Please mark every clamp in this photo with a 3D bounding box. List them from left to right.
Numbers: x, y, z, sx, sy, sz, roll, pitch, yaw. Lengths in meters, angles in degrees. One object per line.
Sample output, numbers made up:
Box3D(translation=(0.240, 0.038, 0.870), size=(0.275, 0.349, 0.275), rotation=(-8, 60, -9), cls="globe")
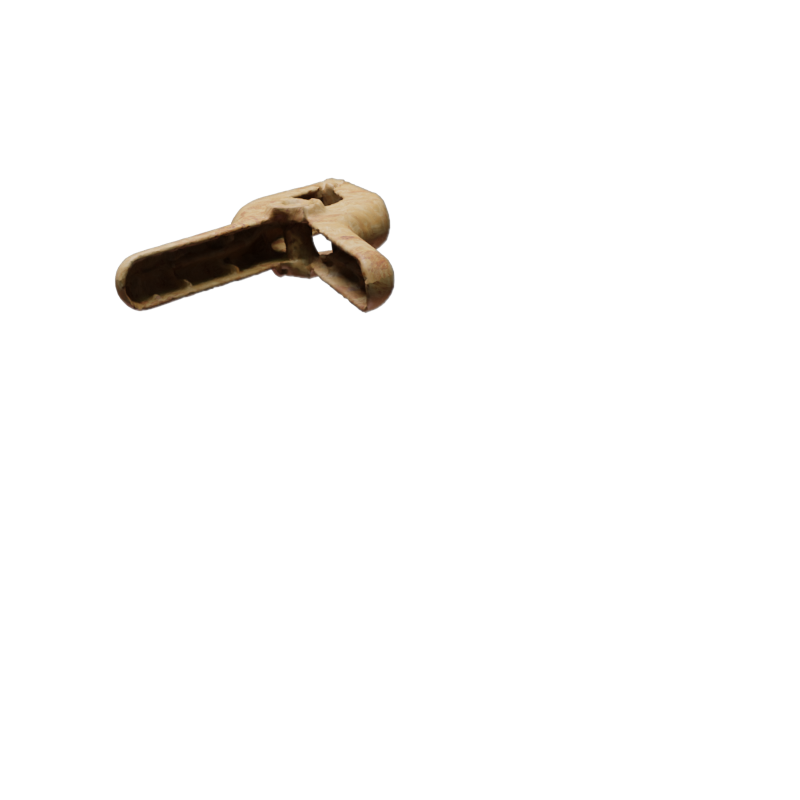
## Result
Box3D(translation=(-0.041, -0.074, 0.521), size=(0.124, 0.037, 0.174), rotation=(9, 27, 19), cls="clamp")
